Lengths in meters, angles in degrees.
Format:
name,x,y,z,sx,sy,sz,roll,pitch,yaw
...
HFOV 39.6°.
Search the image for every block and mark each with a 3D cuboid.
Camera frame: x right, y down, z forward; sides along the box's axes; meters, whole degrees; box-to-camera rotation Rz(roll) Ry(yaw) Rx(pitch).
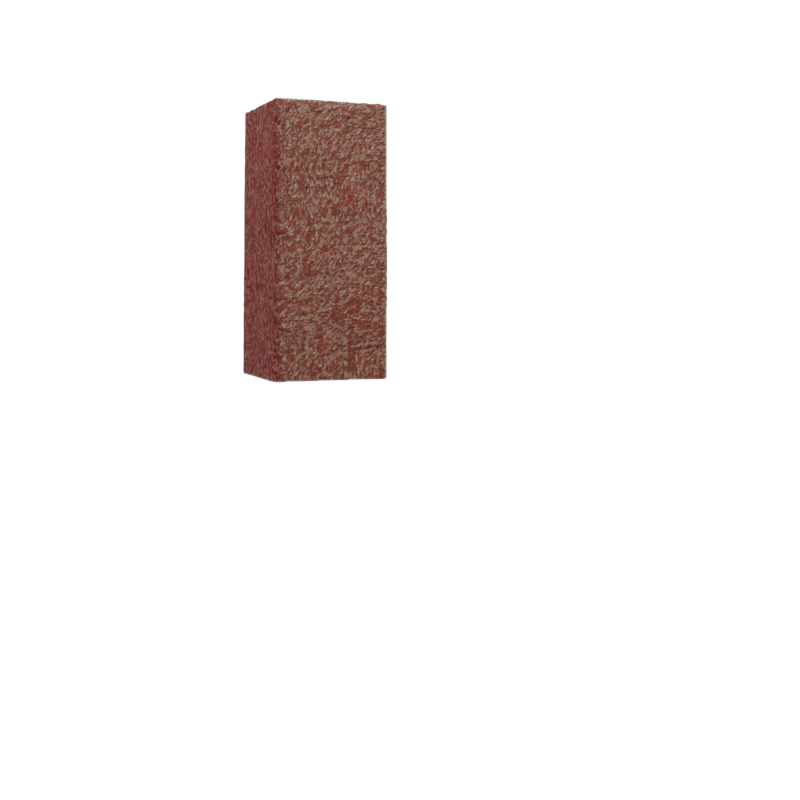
name,x,y,z,sx,sy,sz,roll,pitch,yaw
block,-0.067,-0.122,0.855,0.088,0.207,0.092,0,-1,-22
